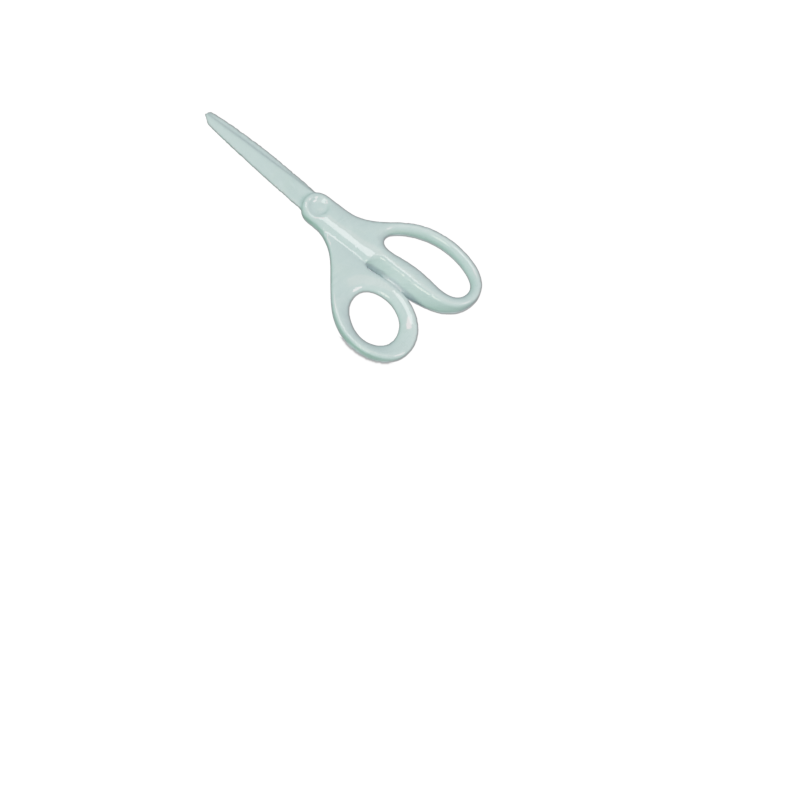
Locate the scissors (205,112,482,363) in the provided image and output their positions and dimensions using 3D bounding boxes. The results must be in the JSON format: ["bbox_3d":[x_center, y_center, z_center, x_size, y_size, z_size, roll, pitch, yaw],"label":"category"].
[{"bbox_3d":[-0.051,-0.093,0.655,0.207,0.099,0.015,27,-21,11],"label":"scissors"}]
